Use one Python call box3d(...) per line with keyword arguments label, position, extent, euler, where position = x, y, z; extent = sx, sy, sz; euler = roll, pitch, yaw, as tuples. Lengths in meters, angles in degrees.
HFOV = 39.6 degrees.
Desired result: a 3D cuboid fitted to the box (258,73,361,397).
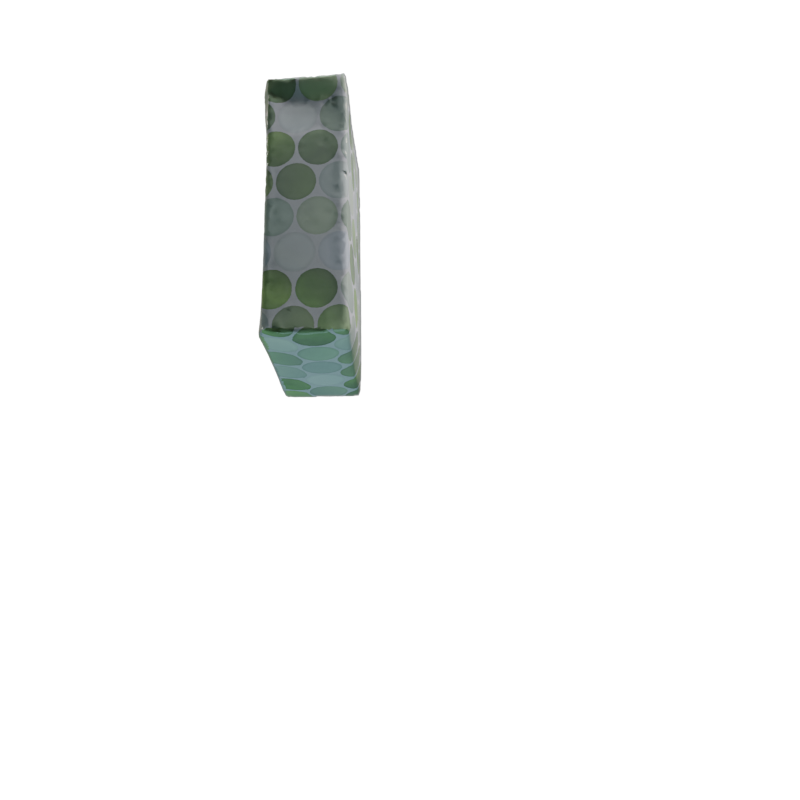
box3d(label="box", position=(-0.070, -0.127, 0.888), extent=(0.072, 0.225, 0.155), euler=(-2, -21, 2))
